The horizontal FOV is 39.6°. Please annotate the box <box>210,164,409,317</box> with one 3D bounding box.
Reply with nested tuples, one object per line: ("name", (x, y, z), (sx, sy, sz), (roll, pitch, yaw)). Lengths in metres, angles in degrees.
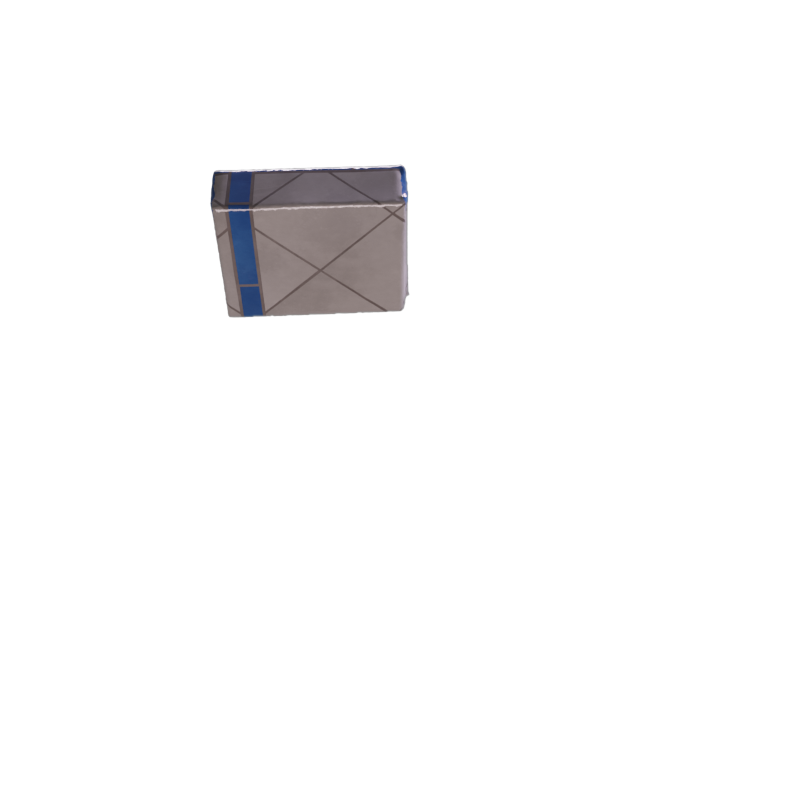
("box", (-0.041, -0.075, 0.522), (0.089, 0.032, 0.068), (-2, -41, 1))
